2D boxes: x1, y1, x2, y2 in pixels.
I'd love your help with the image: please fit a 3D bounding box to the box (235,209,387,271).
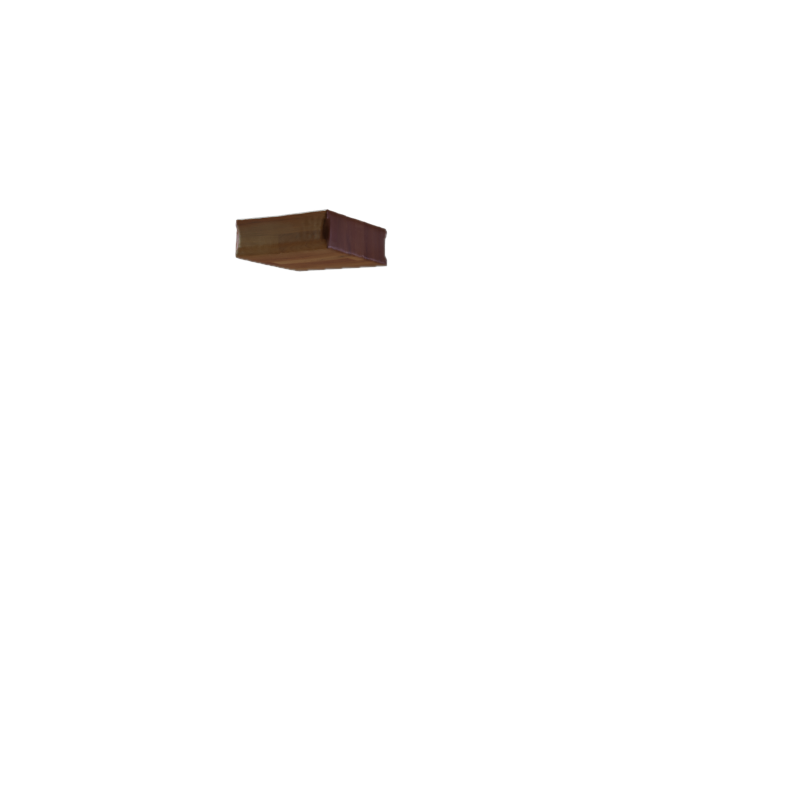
[{"bbox_3d":[-0.060,-0.110,0.769,0.075,0.031,0.085,-1,-2,28],"label":"box"}]
